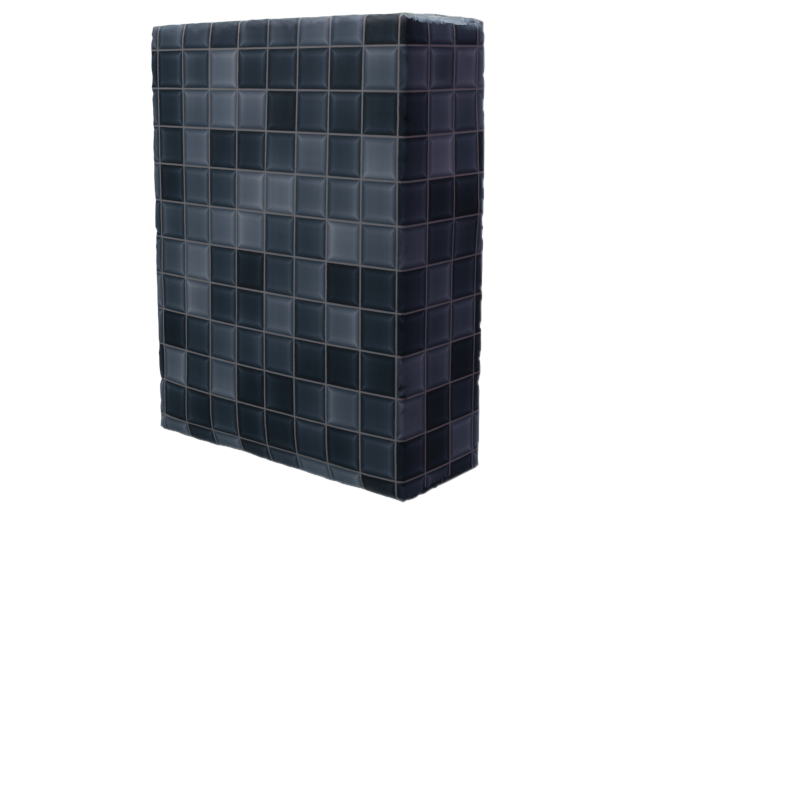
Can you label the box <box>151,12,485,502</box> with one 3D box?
[{"bbox_3d":[-0.043,-0.078,0.547,0.172,0.209,0.070,10,13,39],"label":"box"}]
